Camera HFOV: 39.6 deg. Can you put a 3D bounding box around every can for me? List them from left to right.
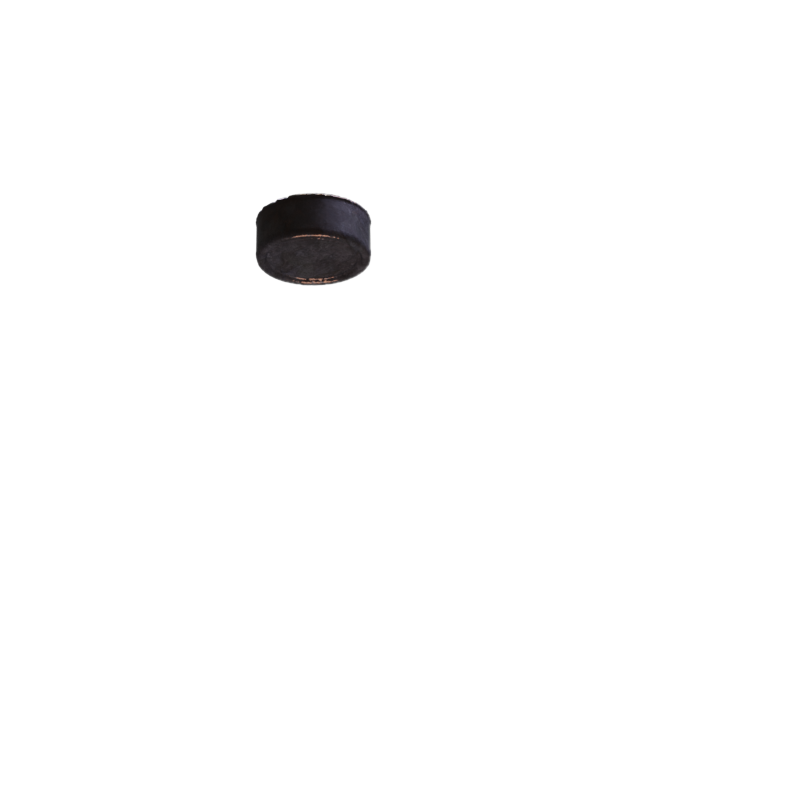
[{"bbox_3d":[-0.064,-0.117,0.816,0.086,0.035,0.081,0,-22,-2],"label":"can"}]
